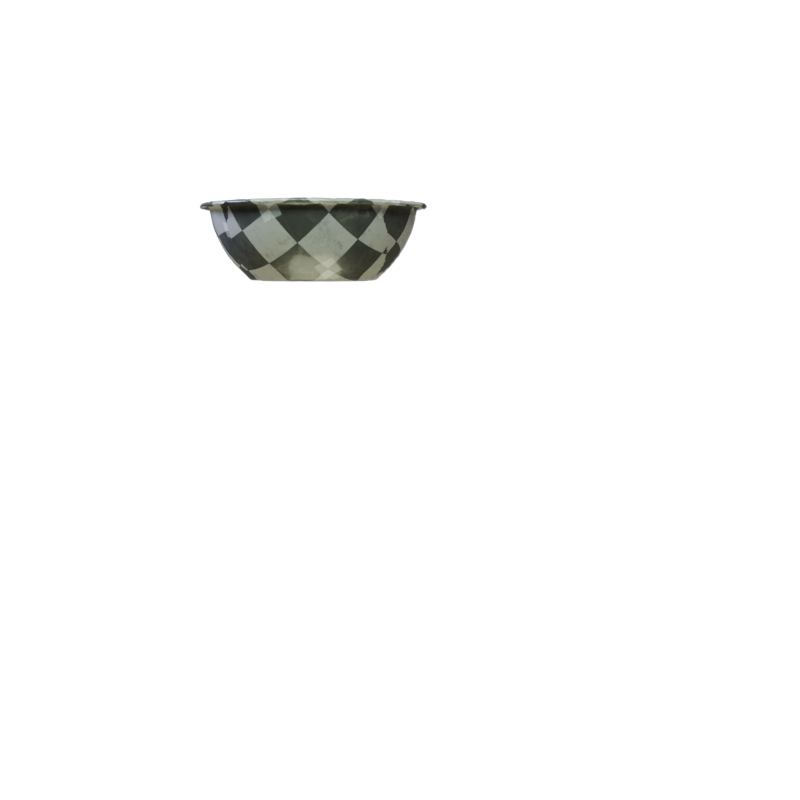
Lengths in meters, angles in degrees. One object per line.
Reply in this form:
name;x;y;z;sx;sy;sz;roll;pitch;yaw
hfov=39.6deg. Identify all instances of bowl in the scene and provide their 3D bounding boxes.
bowl;-0.062;-0.113;0.792;0.162;0.055;0.164;0;7;-2
